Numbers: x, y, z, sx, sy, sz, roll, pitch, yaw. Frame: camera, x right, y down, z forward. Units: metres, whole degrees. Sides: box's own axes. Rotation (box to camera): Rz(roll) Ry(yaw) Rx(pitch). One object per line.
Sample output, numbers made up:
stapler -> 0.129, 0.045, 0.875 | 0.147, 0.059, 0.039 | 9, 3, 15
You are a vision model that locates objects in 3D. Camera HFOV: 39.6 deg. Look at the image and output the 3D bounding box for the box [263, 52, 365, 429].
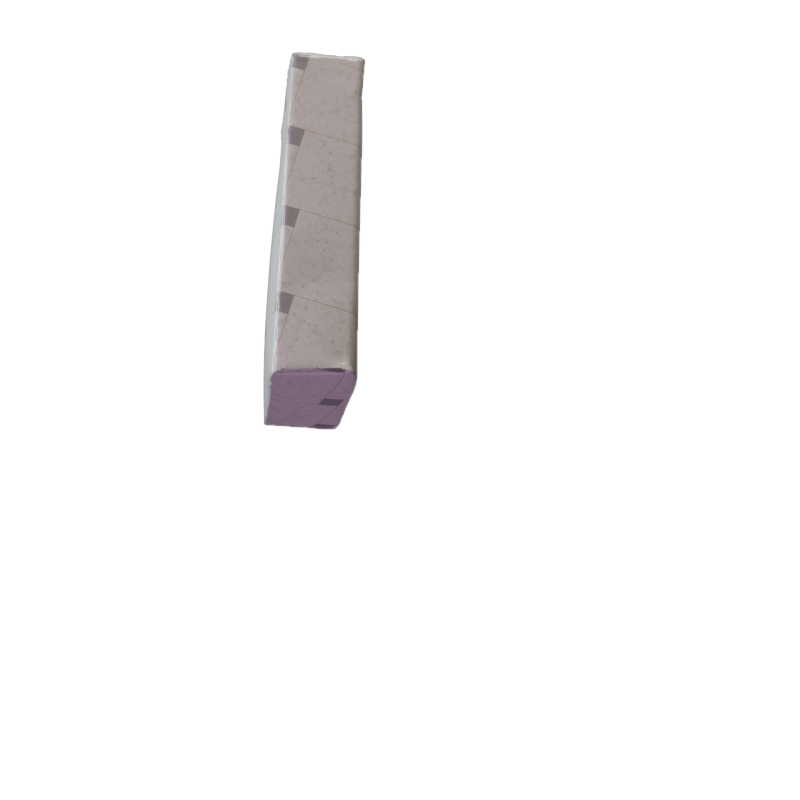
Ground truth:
box -> -0.046, -0.083, 0.580 | 0.048, 0.186, 0.089 | 2, -23, -8
